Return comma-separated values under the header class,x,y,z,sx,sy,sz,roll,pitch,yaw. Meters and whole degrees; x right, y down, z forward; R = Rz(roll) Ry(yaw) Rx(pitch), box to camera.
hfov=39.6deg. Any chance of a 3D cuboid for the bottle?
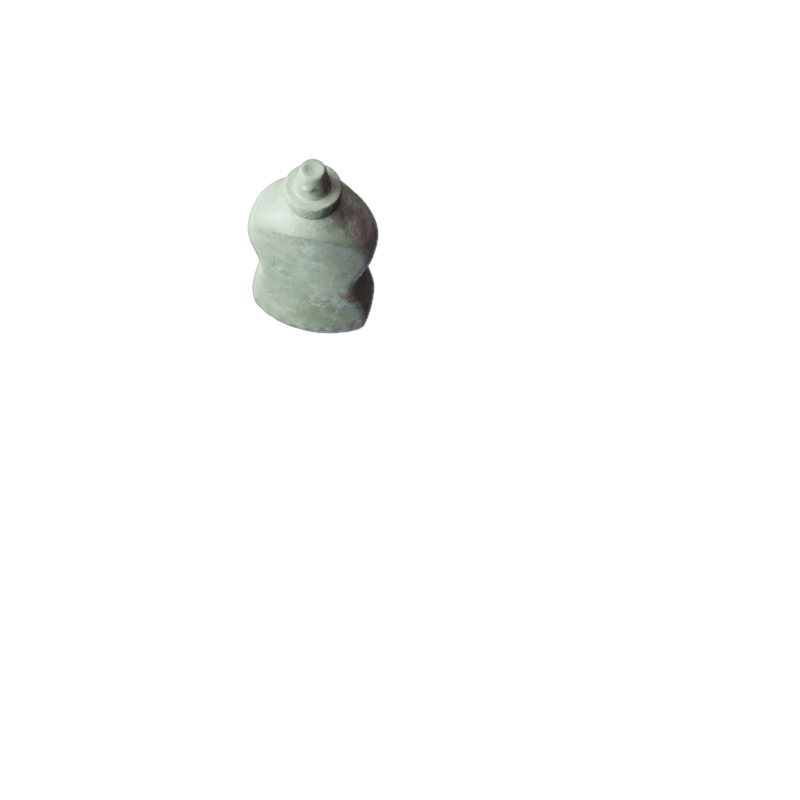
class,x,y,z,sx,sy,sz,roll,pitch,yaw
bottle,-0.065,-0.118,0.831,0.097,0.061,0.181,16,-26,5
